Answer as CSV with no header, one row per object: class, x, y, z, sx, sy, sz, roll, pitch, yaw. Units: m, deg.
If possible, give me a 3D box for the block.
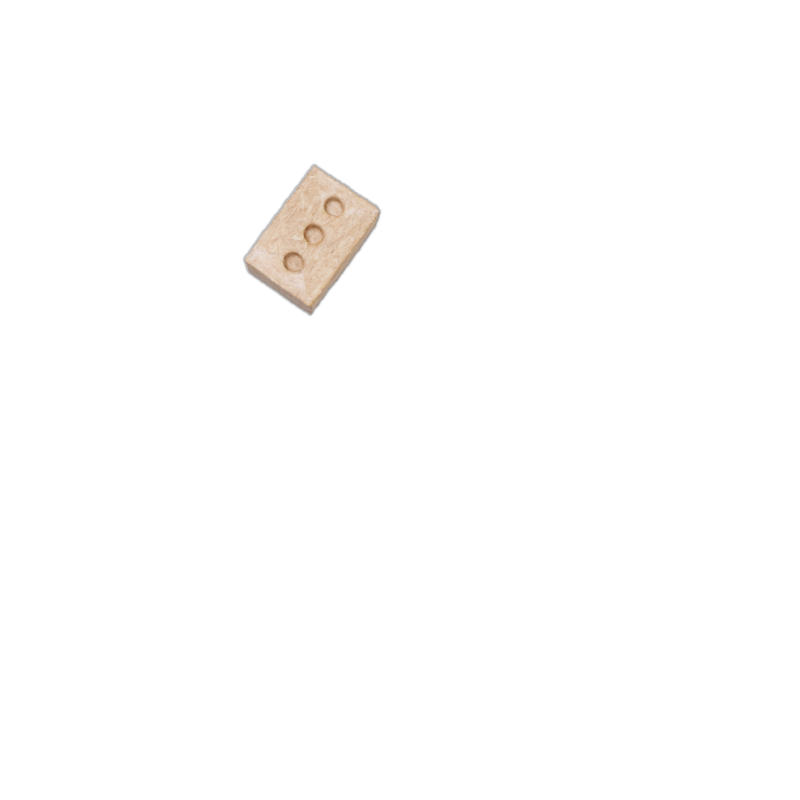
block,-0.056,-0.102,0.712,0.053,0.079,0.050,34,-8,3
